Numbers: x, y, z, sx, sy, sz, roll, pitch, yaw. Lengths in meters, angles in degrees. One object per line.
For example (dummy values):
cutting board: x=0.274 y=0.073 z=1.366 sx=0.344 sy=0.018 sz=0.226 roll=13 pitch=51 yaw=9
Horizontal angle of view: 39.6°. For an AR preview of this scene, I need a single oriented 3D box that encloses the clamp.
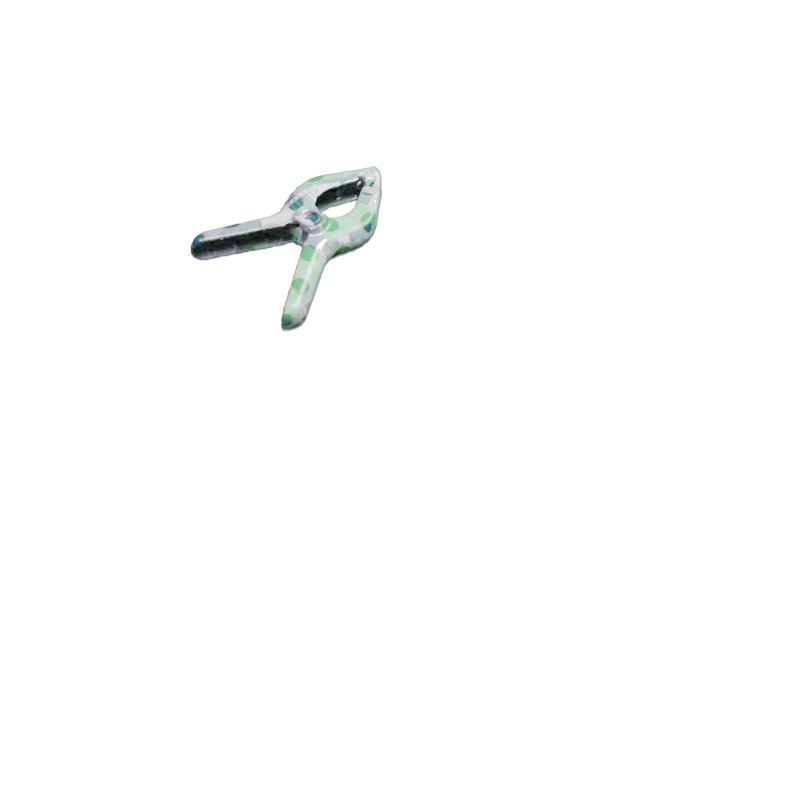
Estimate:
clamp: x=-0.071 y=-0.129 z=0.902 sx=0.172 sy=0.128 sz=0.037 roll=-33 pitch=-26 yaw=-19
